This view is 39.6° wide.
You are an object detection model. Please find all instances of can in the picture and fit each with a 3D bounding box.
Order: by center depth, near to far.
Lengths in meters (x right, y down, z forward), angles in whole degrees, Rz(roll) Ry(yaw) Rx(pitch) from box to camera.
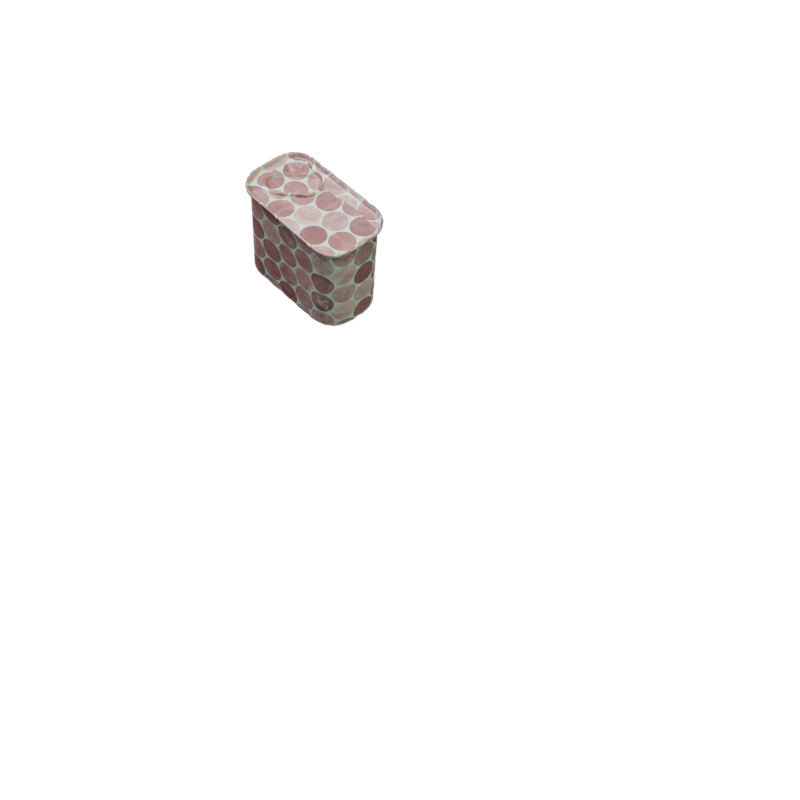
[{"bbox_3d":[-0.062,-0.113,0.788,0.058,0.078,0.109,-34,60,-26],"label":"can"}]
